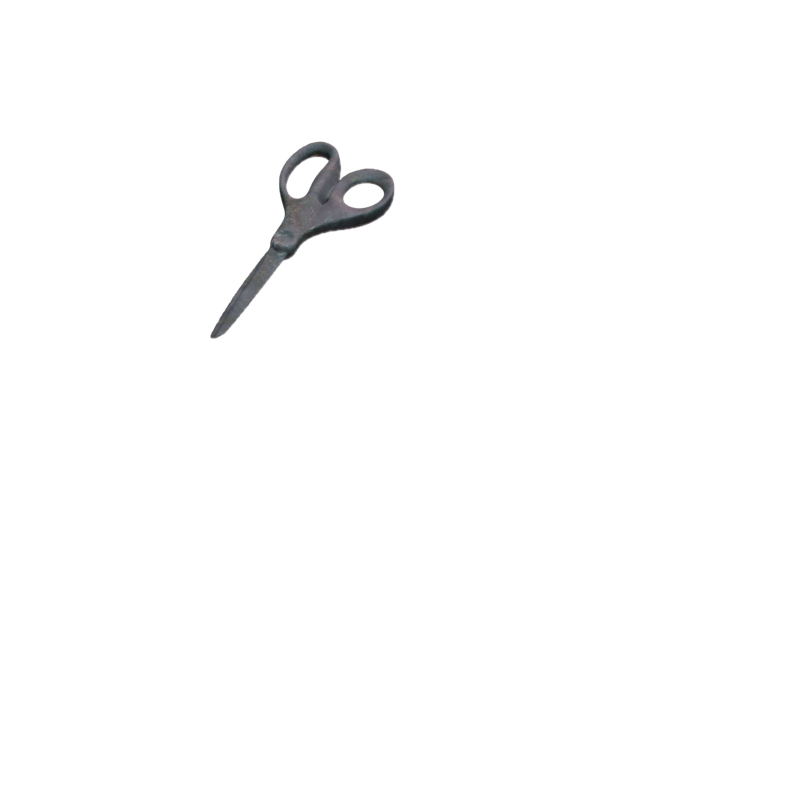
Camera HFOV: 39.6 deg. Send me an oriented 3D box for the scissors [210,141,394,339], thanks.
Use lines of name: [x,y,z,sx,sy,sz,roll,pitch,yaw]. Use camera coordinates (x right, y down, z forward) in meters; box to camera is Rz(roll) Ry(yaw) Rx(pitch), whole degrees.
scissors: [-0.062,-0.113,0.790,0.097,0.214,0.015,7,-40,6]
